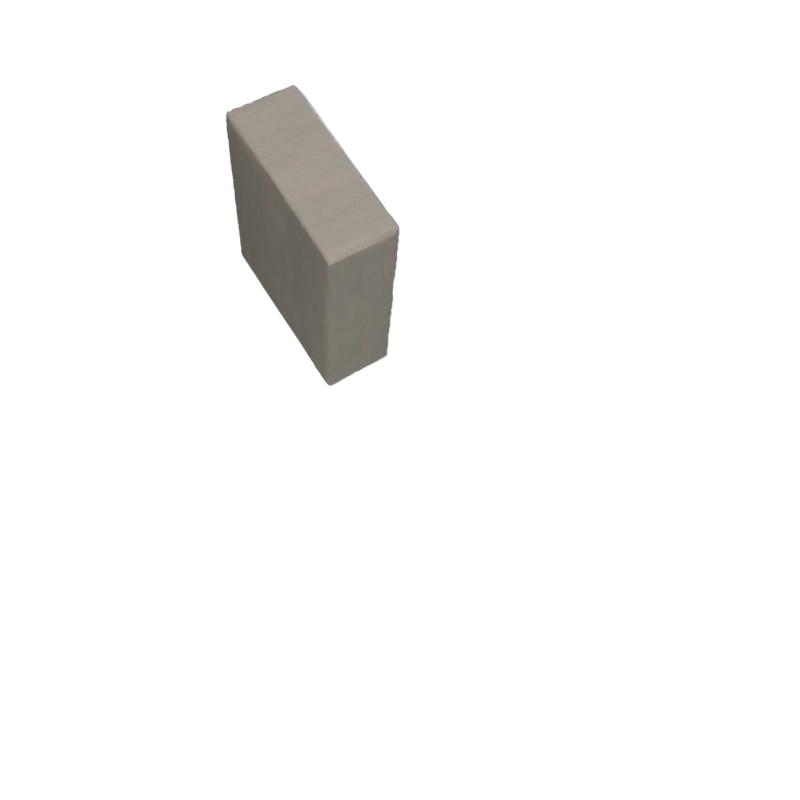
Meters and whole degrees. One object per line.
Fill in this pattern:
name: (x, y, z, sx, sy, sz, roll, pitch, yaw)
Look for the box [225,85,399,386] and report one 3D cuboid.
box: (-0.073, -0.132, 0.927, 0.072, 0.175, 0.201, -27, -23, -16)
